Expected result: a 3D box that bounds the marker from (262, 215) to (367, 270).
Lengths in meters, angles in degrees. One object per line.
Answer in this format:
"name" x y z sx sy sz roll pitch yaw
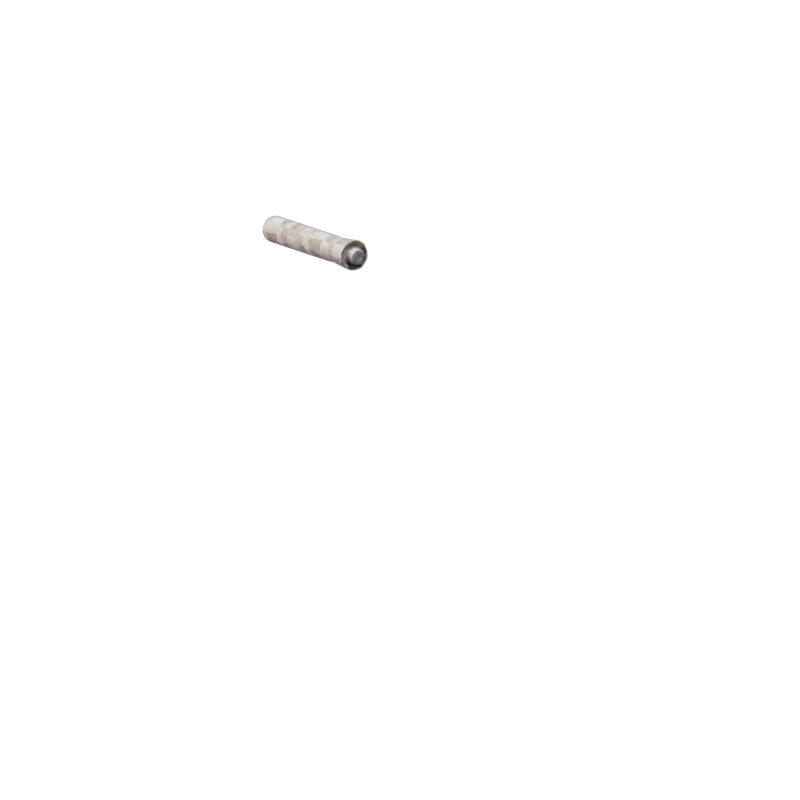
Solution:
"marker" -0.056 -0.102 0.712 0.019 0.019 0.128 -2 16 -30
